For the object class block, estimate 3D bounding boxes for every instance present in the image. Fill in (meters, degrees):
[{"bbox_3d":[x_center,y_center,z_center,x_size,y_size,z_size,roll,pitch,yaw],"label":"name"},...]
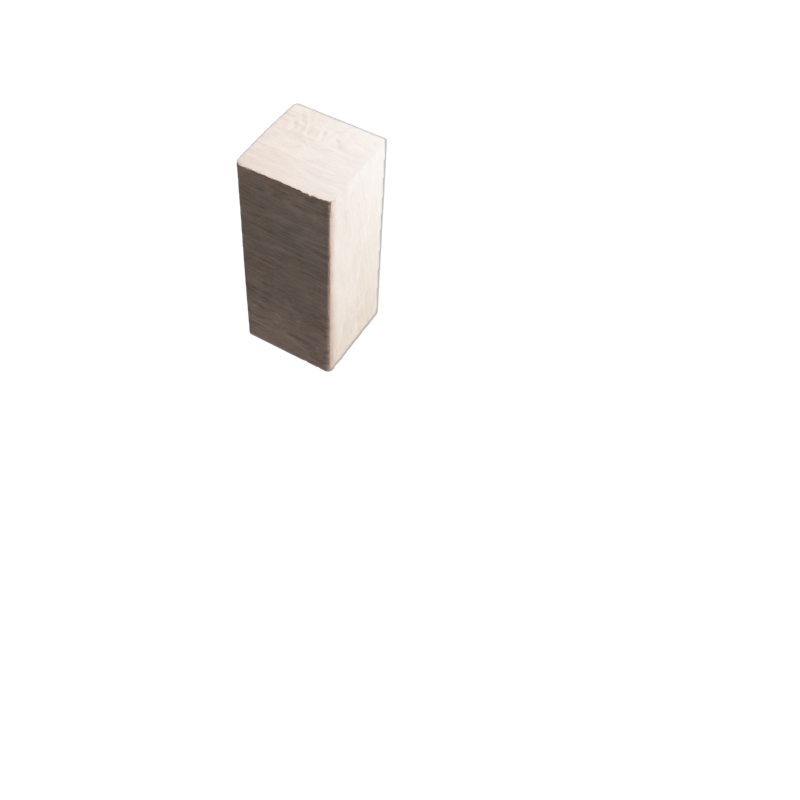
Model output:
[{"bbox_3d":[-0.074,-0.134,0.939,0.094,0.192,0.093,26,53,17],"label":"block"}]
